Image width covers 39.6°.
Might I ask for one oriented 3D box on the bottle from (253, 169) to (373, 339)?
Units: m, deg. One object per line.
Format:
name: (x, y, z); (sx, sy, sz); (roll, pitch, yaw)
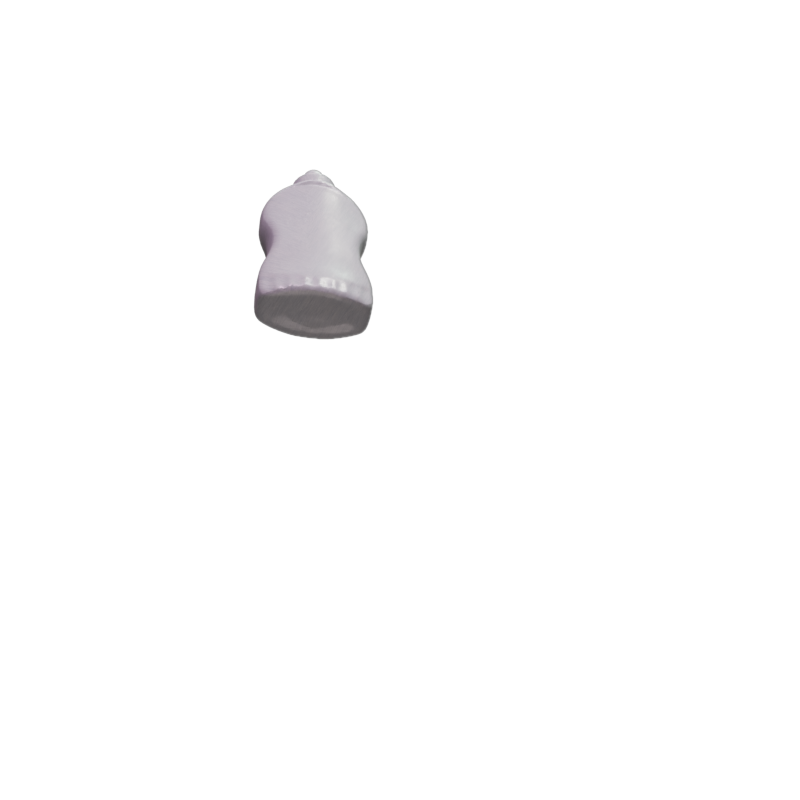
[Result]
bottle: (-0.076, -0.139, 0.968); (0.095, 0.055, 0.206); (4, 43, -8)
